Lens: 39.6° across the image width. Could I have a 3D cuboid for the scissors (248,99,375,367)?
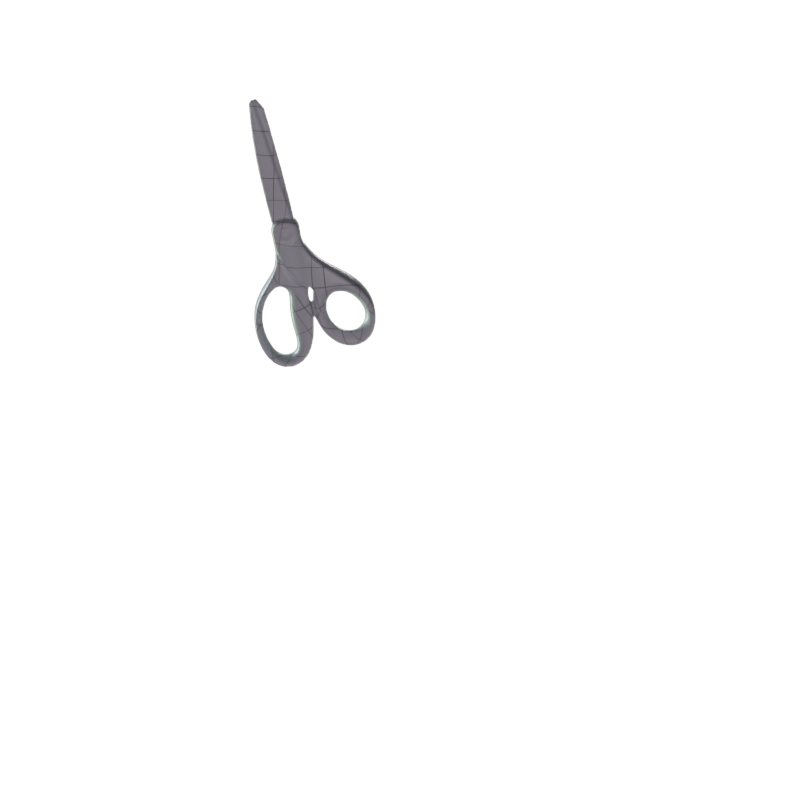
[{"bbox_3d":[-0.060,-0.110,0.770,0.096,0.191,0.017,5,28,-3],"label":"scissors"}]
